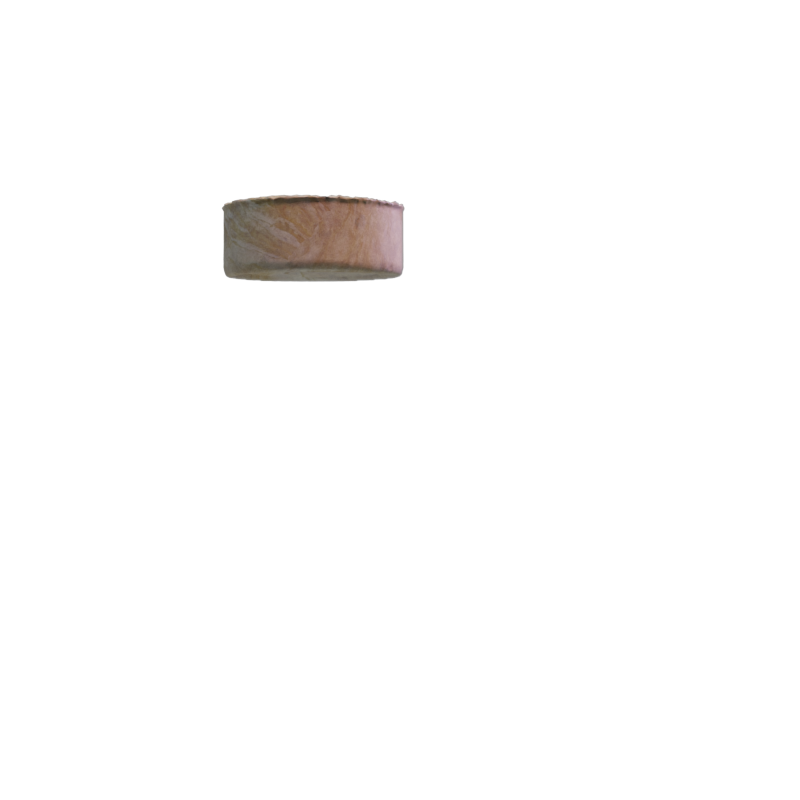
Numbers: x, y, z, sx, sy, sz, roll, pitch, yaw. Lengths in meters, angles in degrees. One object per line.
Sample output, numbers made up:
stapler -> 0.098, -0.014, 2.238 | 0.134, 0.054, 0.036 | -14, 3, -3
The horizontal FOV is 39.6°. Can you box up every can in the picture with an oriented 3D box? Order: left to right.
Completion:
can -> -0.041, -0.074, 0.520 | 0.086, 0.034, 0.086 | 0, 2, -2
